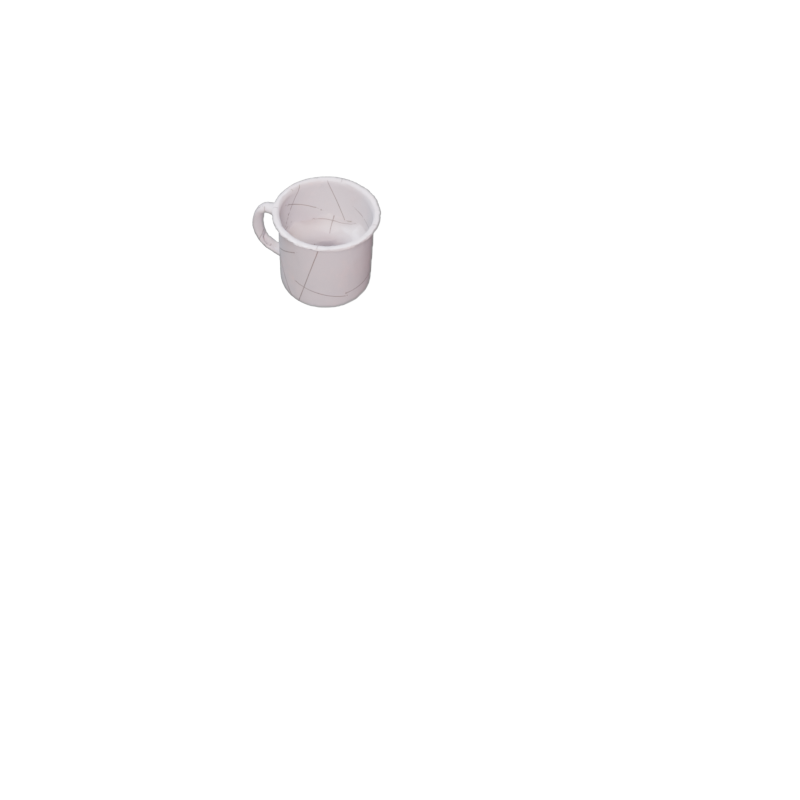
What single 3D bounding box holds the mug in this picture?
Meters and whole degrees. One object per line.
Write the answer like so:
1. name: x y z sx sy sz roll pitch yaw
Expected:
1. mug: -0.076 -0.139 0.973 0.120 0.097 0.076 17 -40 13
